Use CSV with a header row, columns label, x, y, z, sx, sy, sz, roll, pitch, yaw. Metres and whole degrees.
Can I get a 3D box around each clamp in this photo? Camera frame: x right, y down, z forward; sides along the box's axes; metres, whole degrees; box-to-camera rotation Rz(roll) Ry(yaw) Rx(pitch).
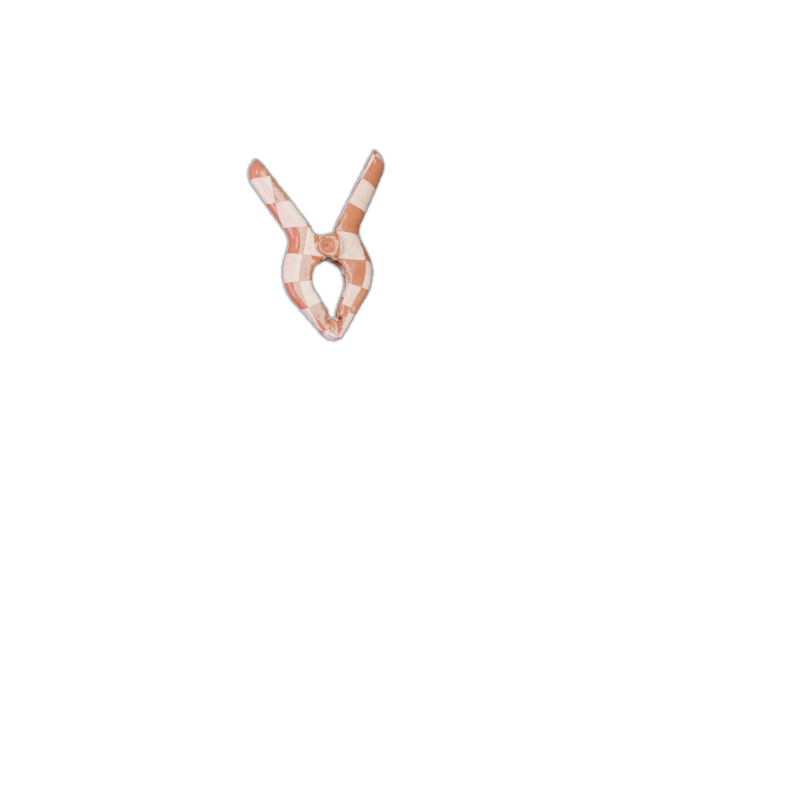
label,x,y,z,sx,sy,sz,roll,pitch,yaw
clamp,-0.076,-0.139,0.973,0.120,0.176,0.038,2,-11,0
